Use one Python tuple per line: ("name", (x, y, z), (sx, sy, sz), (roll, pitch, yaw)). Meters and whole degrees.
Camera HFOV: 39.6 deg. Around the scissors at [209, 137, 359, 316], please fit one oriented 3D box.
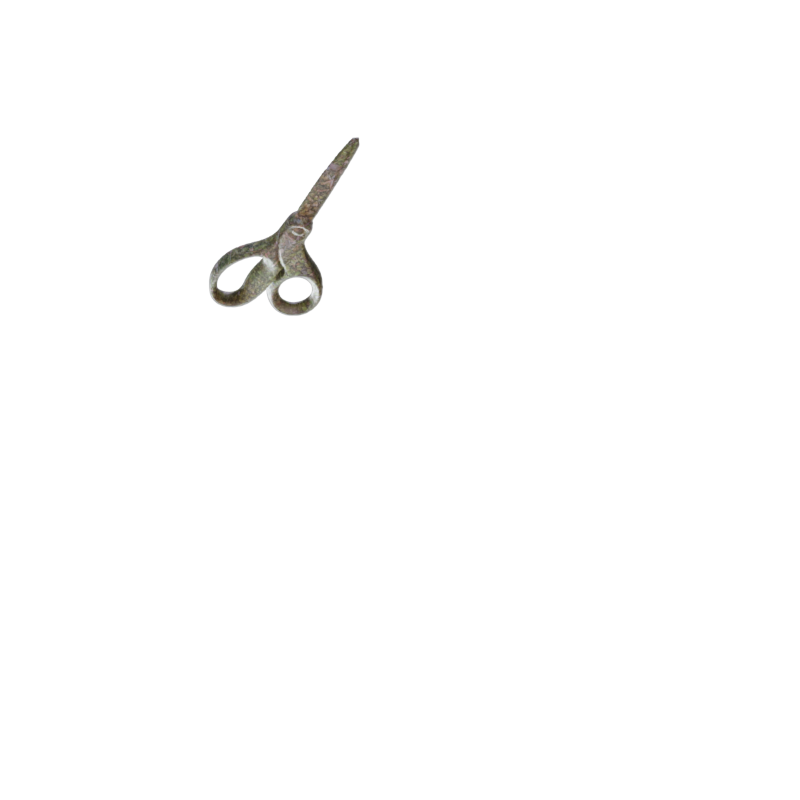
("scissors", (-0.064, -0.117, 0.821), (0.090, 0.017, 0.200), (28, -44, -34))
